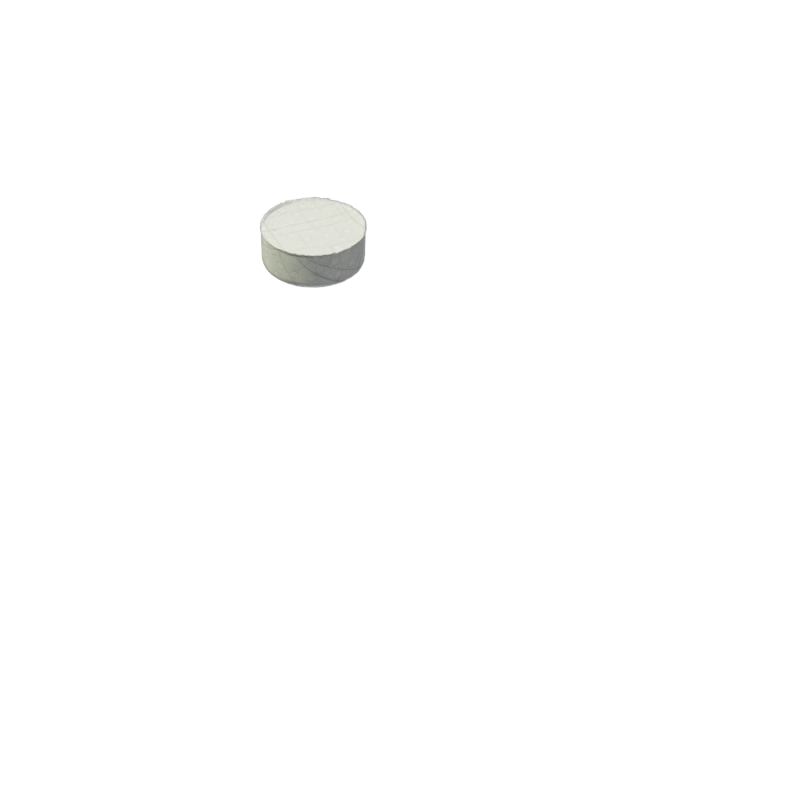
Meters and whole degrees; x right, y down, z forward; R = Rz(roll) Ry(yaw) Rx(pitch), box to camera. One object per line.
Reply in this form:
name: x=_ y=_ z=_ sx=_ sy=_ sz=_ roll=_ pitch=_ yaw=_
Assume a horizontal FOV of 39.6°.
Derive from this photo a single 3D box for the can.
can: x=-0.070 y=-0.128 z=0.895 sx=0.086 sy=0.031 sz=0.092 roll=-1 pitch=39 yaw=-2
